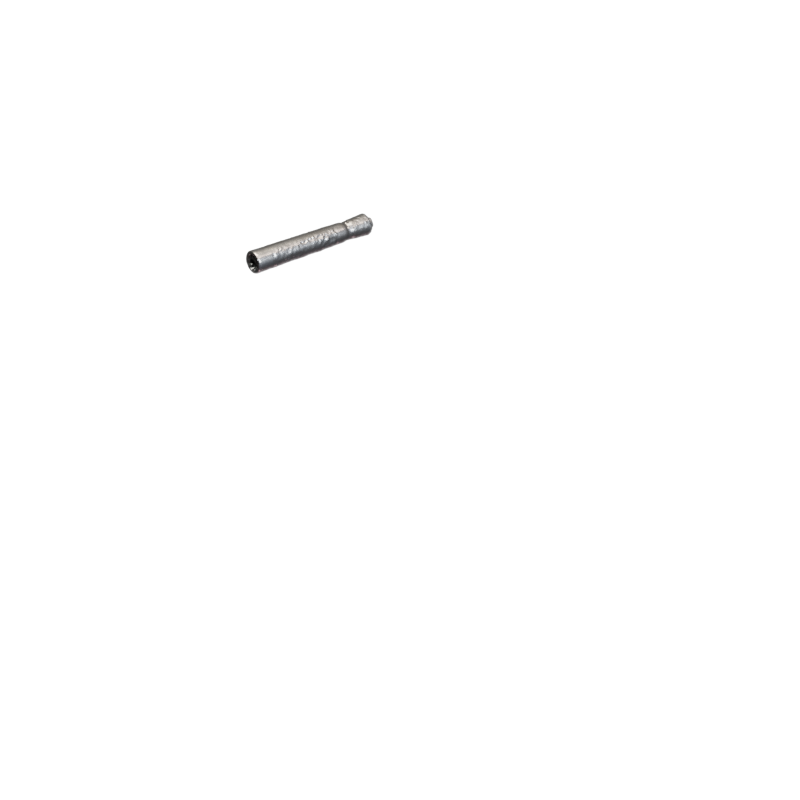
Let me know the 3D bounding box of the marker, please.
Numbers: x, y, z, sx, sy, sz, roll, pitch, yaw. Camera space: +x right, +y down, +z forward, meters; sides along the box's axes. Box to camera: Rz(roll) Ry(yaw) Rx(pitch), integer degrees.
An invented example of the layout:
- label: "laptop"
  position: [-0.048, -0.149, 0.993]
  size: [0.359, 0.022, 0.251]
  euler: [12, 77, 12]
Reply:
- label: "marker"
  position: [-0.071, -0.129, 0.901]
  size: [0.120, 0.019, 0.021]
  euler: [-25, 18, -34]
